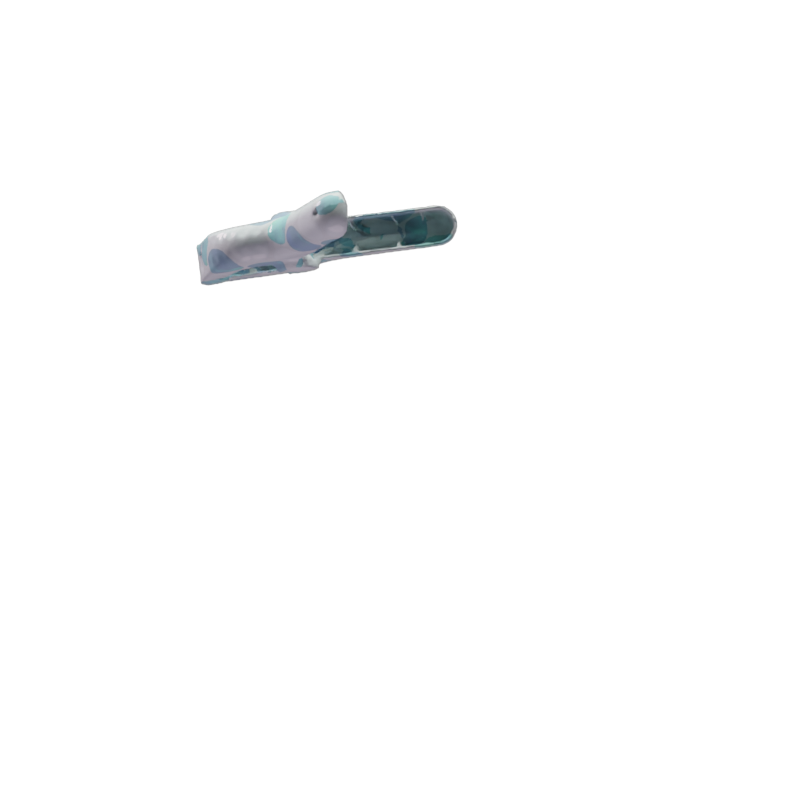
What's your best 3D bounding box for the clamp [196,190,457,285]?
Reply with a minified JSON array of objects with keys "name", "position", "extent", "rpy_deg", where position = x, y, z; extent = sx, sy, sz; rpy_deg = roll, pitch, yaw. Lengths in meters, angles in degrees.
[{"name":"clamp","position":[-0.054,-0.098,0.686],"extent":[0.114,0.040,0.176],"rpy_deg":[4,-5,-43]}]
